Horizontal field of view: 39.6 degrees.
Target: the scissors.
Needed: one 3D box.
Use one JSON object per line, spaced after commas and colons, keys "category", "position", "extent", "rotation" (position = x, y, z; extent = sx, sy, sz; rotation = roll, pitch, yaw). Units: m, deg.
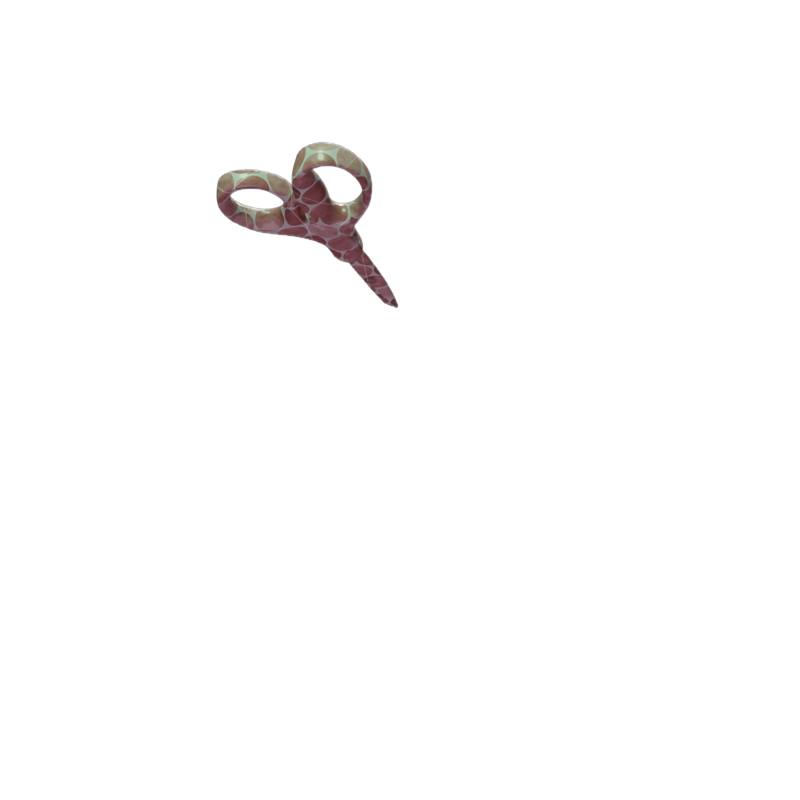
{"category": "scissors", "position": [-0.052, -0.096, 0.669], "extent": [0.097, 0.017, 0.190], "rotation": [-1, -21, 2]}
